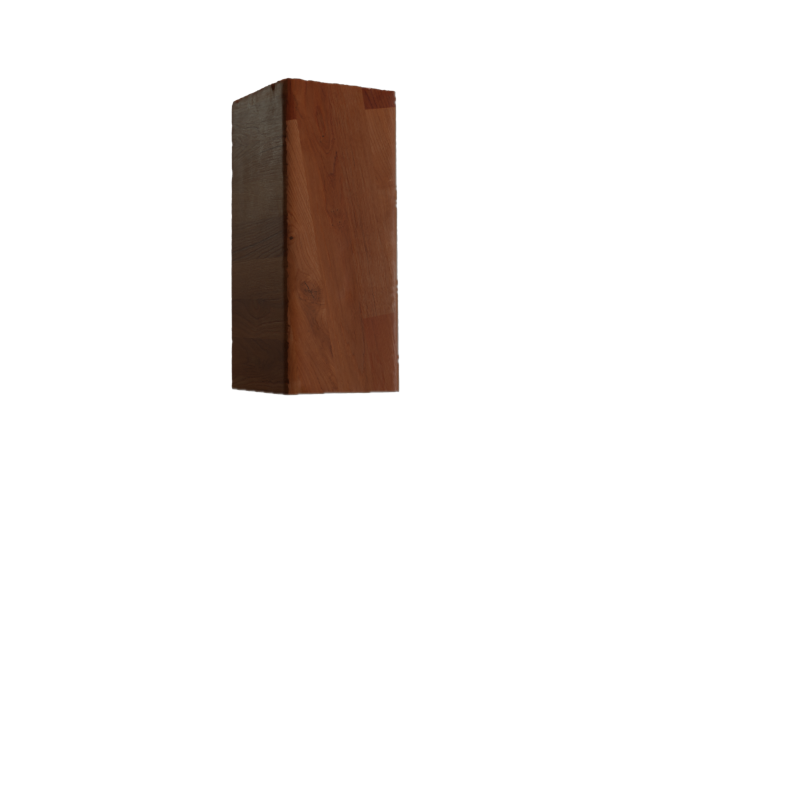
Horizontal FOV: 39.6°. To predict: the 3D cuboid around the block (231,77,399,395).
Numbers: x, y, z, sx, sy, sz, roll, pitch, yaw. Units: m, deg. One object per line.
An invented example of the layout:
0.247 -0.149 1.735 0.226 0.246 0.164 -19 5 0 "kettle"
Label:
-0.061 -0.110 0.773 0.087 0.208 0.093 2 -4 -31 "block"
